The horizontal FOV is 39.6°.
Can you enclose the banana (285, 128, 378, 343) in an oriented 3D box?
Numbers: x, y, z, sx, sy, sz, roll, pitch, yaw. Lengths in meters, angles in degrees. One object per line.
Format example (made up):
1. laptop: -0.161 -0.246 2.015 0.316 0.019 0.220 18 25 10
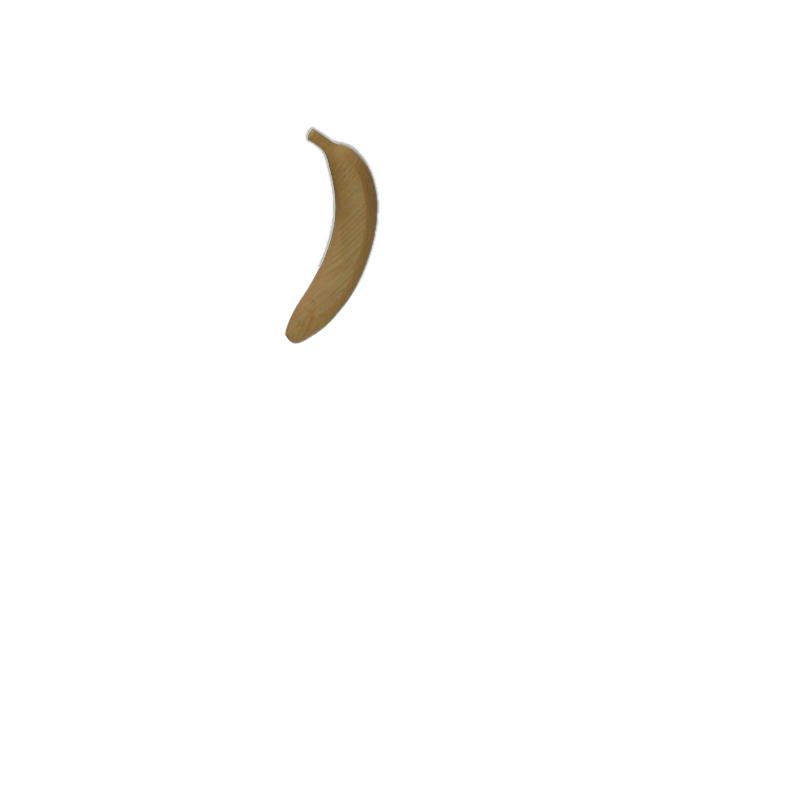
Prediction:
1. banana: -0.057 -0.140 0.967 0.069 0.190 0.038 7 19 -3
